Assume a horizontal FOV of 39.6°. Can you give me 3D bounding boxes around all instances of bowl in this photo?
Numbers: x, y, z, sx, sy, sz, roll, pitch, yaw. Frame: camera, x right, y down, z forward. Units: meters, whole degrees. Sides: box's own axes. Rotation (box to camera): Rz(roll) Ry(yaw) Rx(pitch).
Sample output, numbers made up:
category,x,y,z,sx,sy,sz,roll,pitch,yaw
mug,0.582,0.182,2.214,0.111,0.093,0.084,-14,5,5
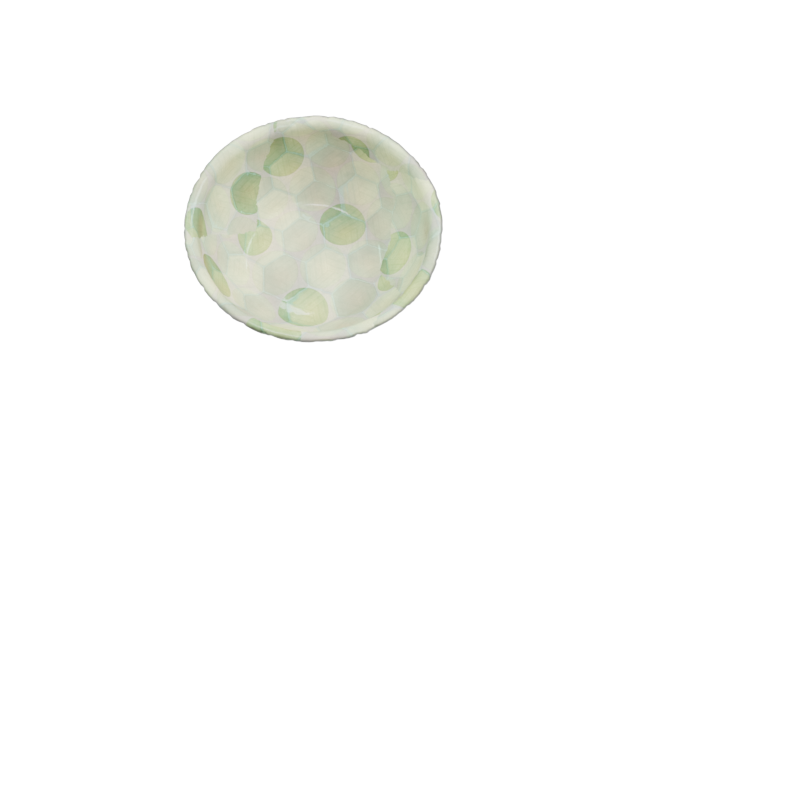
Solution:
category,x,y,z,sx,sy,sz,roll,pitch,yaw
bowl,-0.056,-0.102,0.712,0.162,0.172,0.052,-1,-26,-1
